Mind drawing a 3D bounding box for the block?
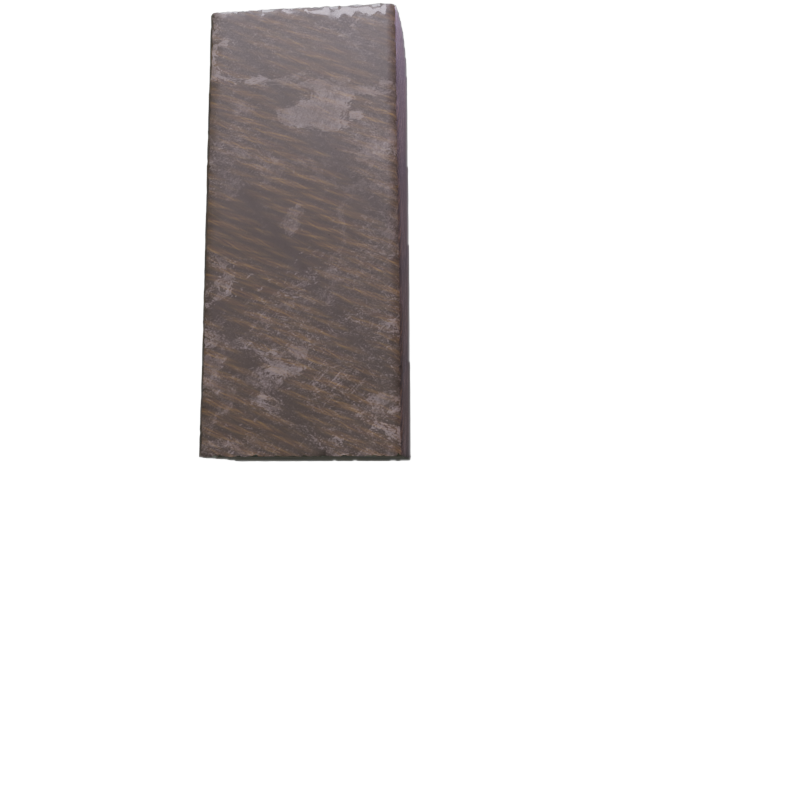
[{"bbox_3d":[-0.042,-0.076,0.536,0.091,0.212,0.087,-2,-11,5],"label":"block"}]
